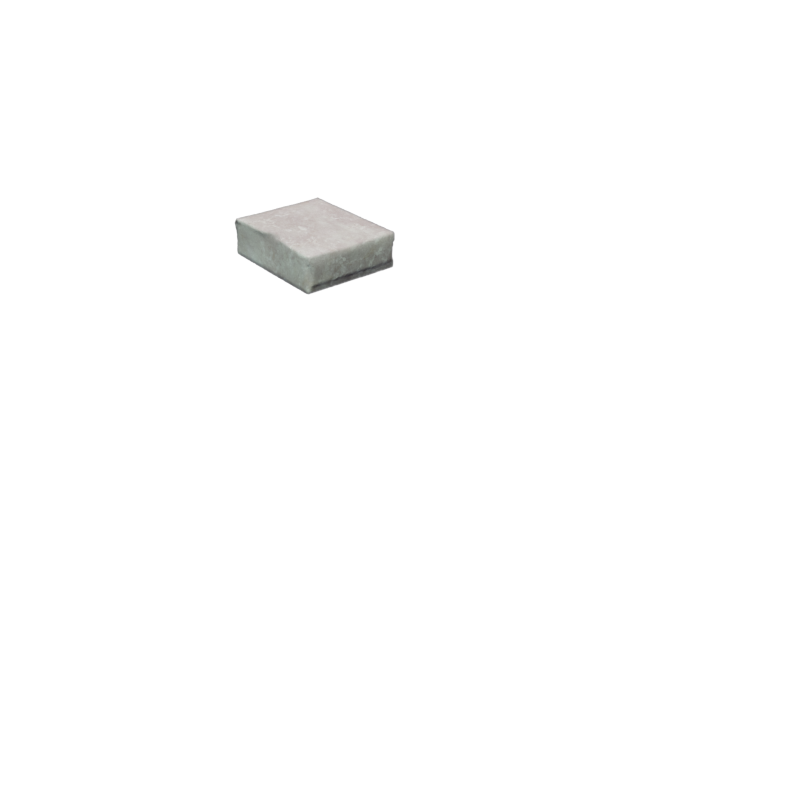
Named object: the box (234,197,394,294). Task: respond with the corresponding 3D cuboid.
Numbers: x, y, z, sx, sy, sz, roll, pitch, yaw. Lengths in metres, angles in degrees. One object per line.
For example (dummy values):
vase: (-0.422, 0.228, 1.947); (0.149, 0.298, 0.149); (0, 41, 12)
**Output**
box: (-0.060, -0.109, 0.761); (0.072, 0.029, 0.096); (-20, 35, -33)
